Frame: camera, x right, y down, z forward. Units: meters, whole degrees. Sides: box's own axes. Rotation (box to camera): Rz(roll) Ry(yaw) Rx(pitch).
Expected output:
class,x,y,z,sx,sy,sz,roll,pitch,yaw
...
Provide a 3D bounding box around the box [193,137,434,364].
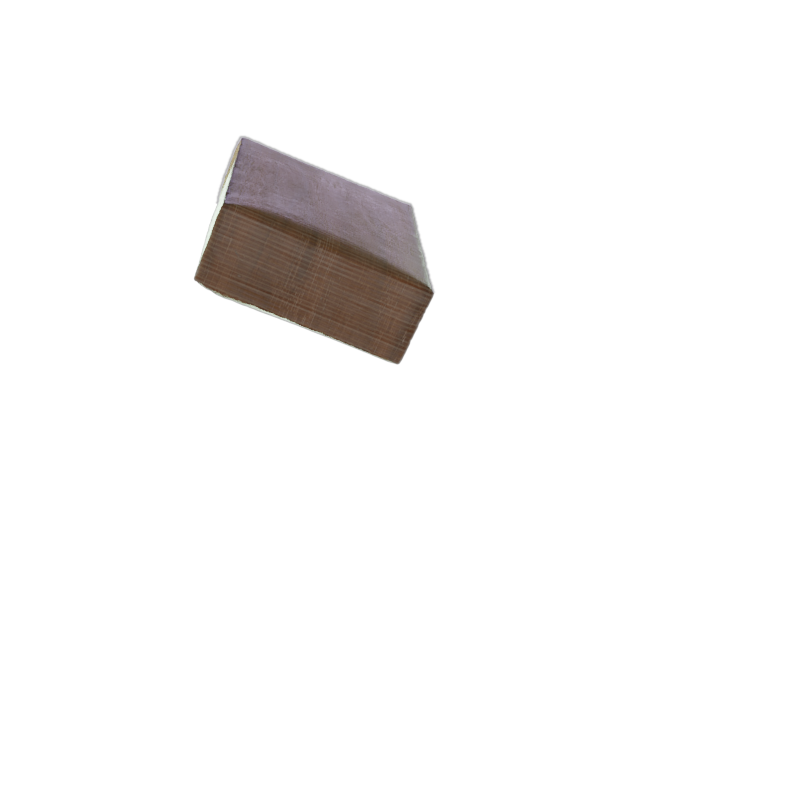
class,x,y,z,sx,sy,sz,roll,pitch,yaw
box,-0.069,-0.125,0.875,0.161,0.070,0.225,20,21,-11
